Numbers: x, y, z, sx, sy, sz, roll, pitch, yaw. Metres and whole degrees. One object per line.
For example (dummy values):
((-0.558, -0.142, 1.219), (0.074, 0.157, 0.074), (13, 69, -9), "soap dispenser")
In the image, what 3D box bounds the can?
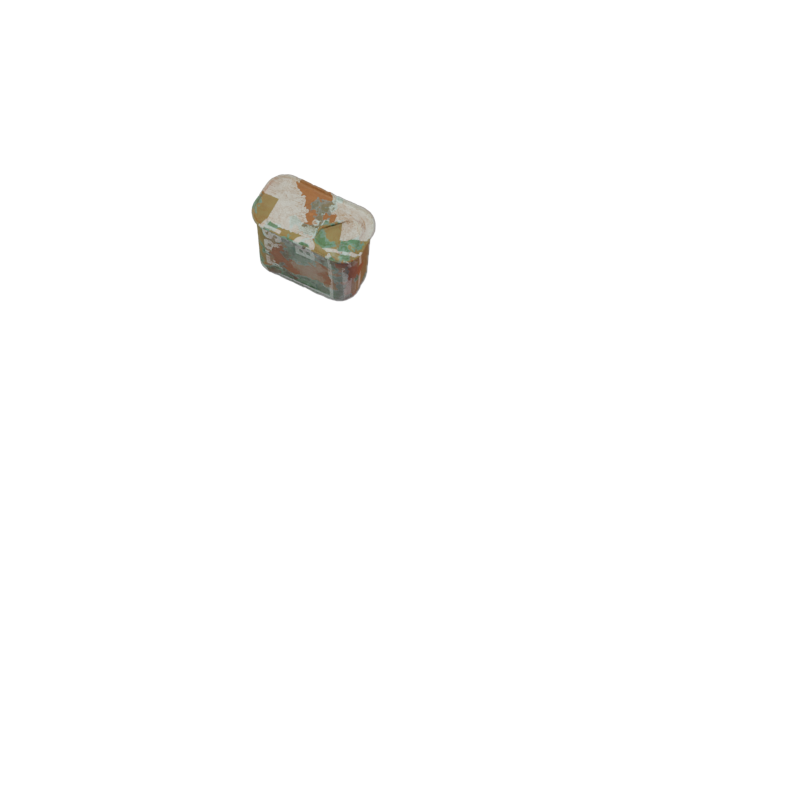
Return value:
((-0.075, -0.136, 0.954), (0.105, 0.059, 0.079), (26, -23, 11), "can")
